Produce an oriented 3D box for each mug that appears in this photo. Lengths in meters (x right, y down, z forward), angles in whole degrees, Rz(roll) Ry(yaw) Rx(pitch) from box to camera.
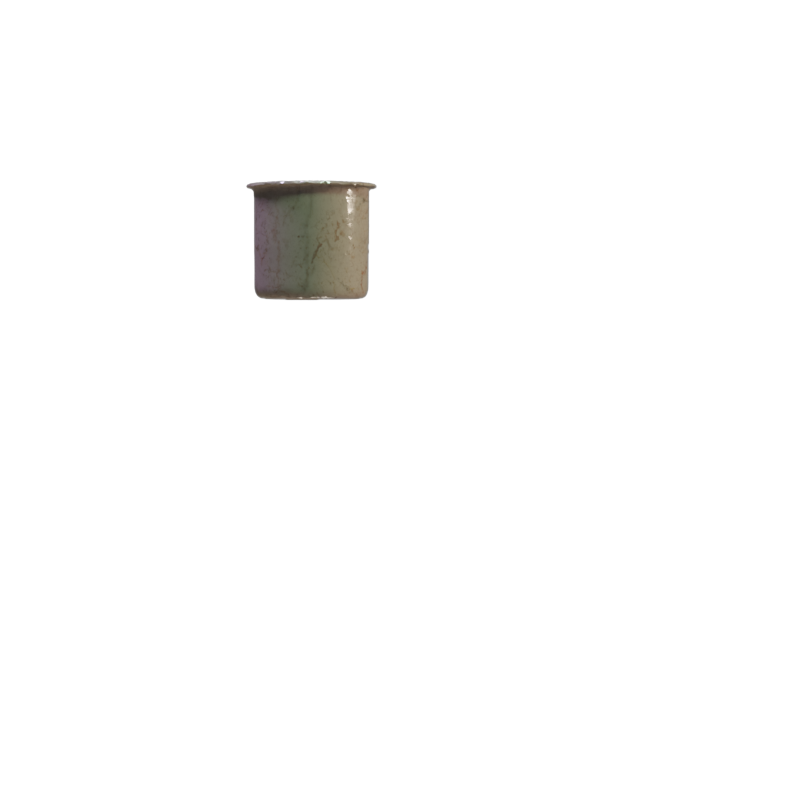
[{"bbox_3d":[-0.063,-0.115,0.803,0.094,0.081,0.117,0,5,3],"label":"mug"}]
